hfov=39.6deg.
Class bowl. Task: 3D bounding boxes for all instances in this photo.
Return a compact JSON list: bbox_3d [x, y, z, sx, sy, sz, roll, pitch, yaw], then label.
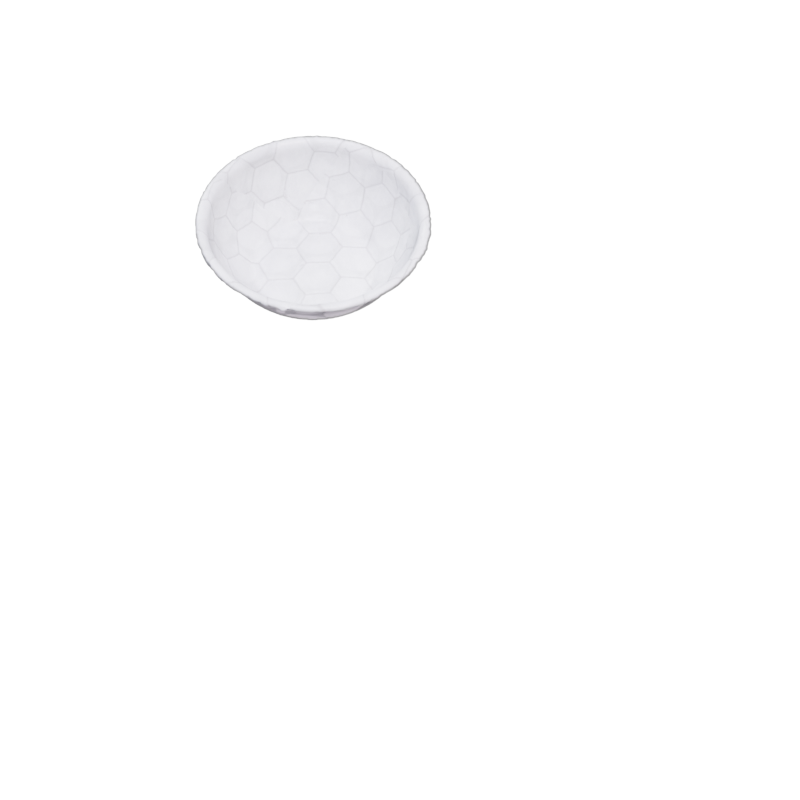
[{"bbox_3d":[-0.061,-0.111,0.777,0.162,0.174,0.051,-1,-37,-1],"label":"bowl"}]
